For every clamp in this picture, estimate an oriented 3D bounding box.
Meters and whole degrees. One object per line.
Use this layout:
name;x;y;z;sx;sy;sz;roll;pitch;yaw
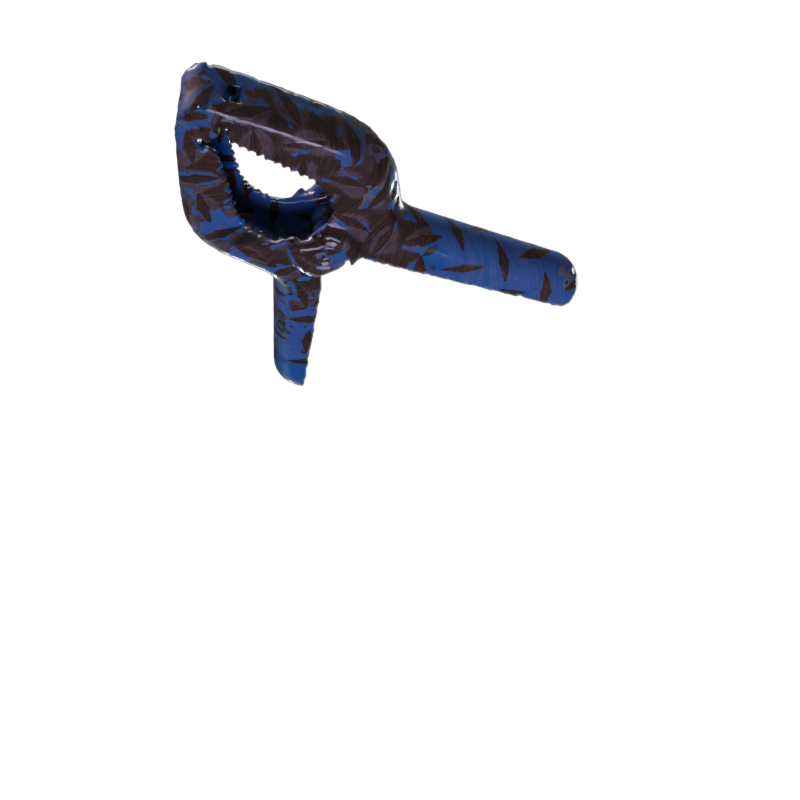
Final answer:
clamp;-0.039;-0.072;0.503;0.165;0.039;0.195;-23;-39;31
